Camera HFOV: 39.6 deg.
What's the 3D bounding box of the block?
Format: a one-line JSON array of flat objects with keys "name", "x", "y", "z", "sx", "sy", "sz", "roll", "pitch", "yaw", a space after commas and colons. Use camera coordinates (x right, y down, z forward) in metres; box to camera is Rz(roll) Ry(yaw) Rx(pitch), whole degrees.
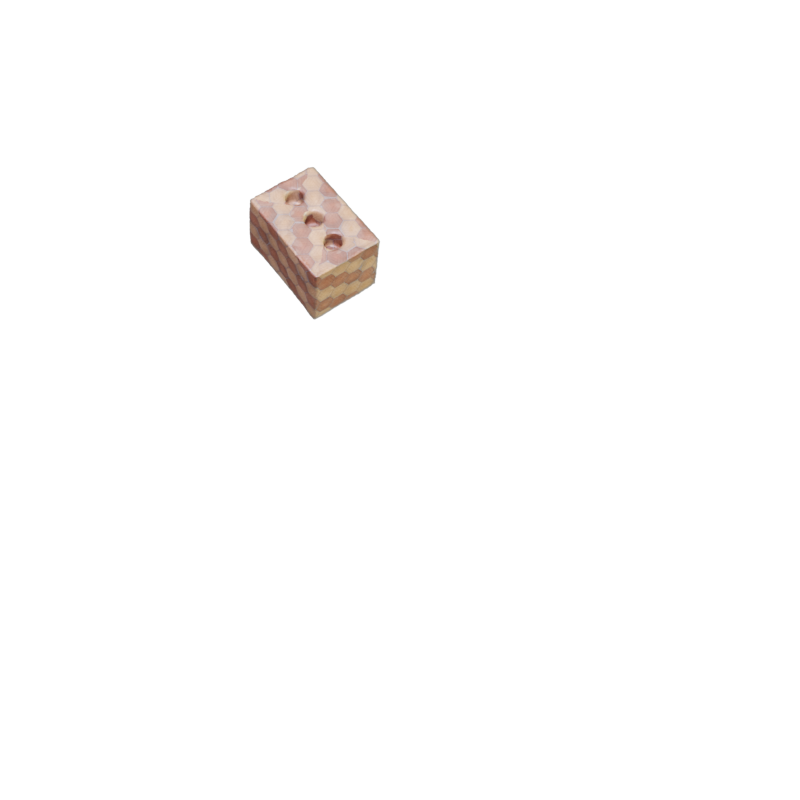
[{"name": "block", "x": -0.057, "y": -0.104, "z": 0.730, "sx": 0.053, "sy": 0.083, "sz": 0.048, "roll": -31, "pitch": -27, "yaw": -20}]
